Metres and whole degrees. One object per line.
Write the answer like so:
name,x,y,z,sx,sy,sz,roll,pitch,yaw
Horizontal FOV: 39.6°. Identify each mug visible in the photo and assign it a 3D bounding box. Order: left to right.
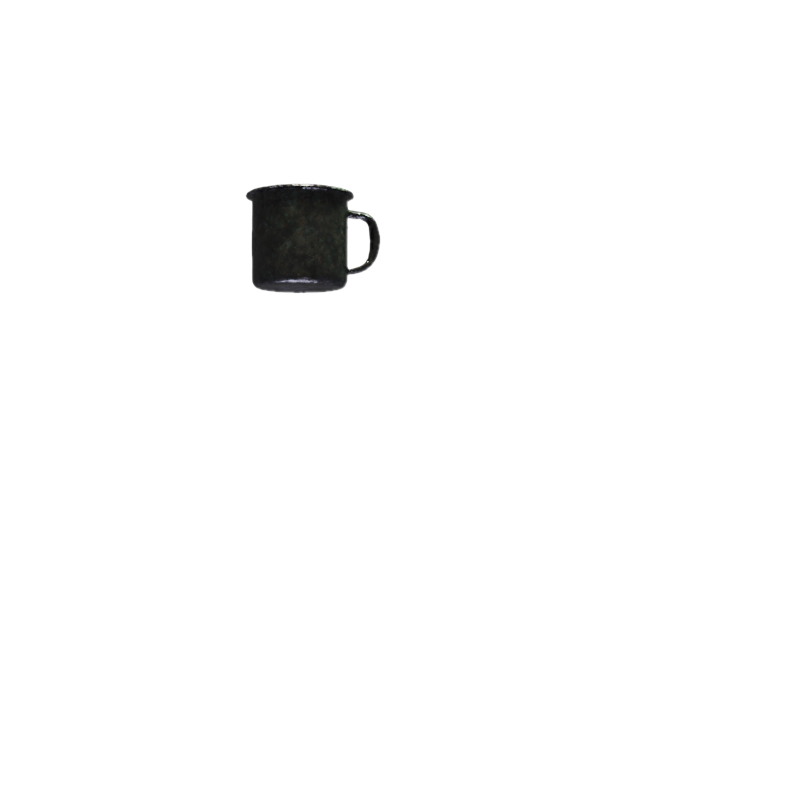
mug,-0.074,-0.136,0.951,0.115,0.083,0.094,1,-5,-16
